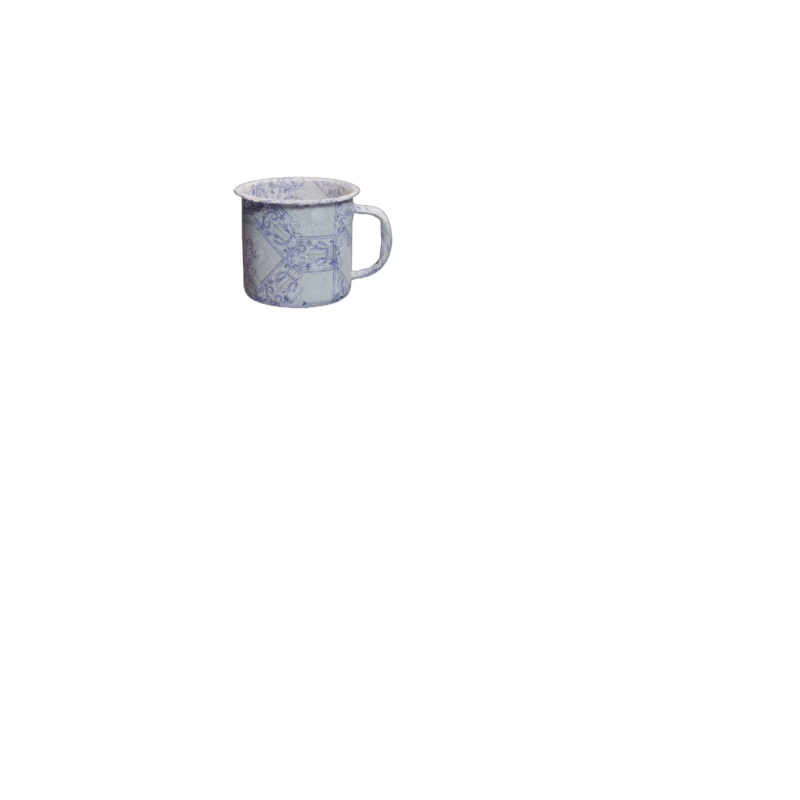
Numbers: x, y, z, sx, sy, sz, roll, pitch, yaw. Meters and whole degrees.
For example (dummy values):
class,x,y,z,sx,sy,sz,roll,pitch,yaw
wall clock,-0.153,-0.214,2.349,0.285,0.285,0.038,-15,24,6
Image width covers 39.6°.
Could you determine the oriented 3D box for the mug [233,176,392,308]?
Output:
class,x,y,z,sx,sy,sz,roll,pitch,yaw
mug,-0.064,-0.118,0.824,0.117,0.078,0.097,0,19,-1
